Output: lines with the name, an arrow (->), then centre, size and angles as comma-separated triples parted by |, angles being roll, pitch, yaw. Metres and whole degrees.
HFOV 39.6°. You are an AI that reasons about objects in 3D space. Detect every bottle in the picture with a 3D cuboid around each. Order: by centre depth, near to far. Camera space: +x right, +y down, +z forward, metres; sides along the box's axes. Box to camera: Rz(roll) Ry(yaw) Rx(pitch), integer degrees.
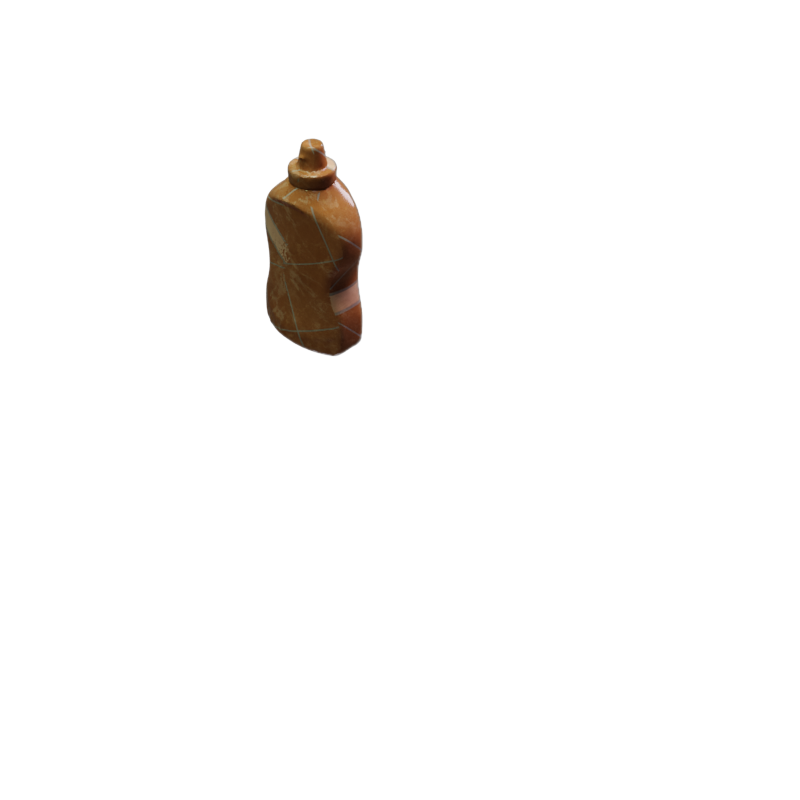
bottle -> -0.075, -0.136, 0.955 | 0.058, 0.179, 0.103 | -28, 45, -36
